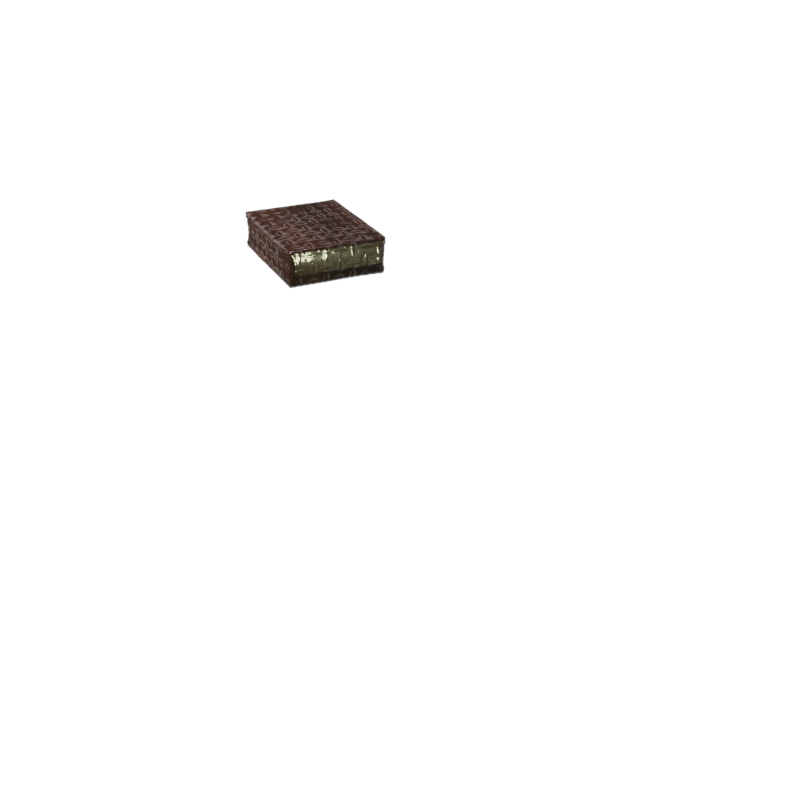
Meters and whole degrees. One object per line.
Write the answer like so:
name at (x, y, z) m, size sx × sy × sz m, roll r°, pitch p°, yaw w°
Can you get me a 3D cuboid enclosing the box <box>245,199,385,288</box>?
box at (-0.077, -0.140, 0.983) m, size 0.088 × 0.037 × 0.121 m, roll -11°, pitch 27°, yaw -23°
